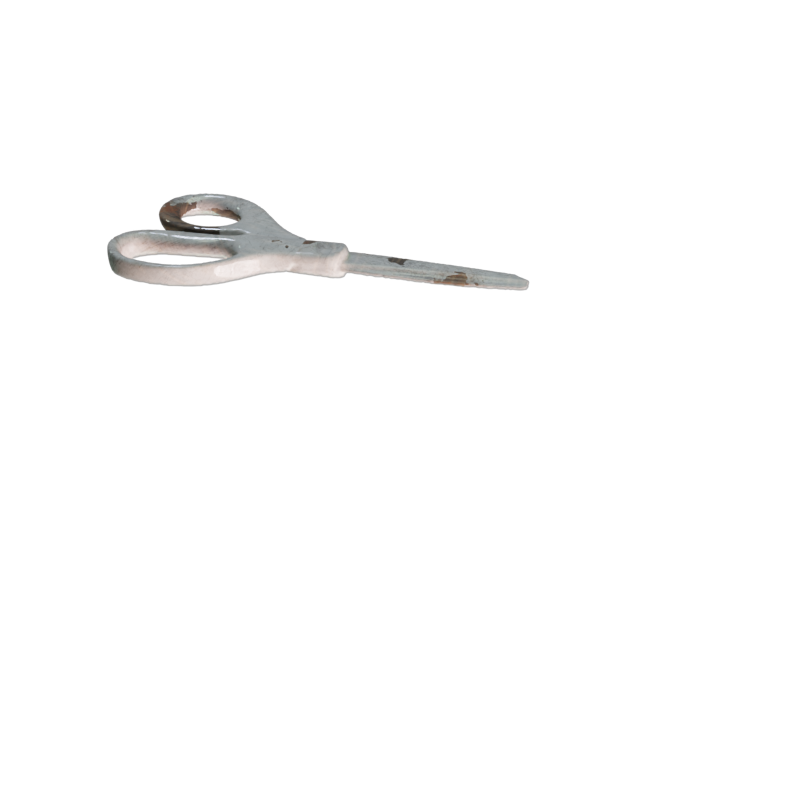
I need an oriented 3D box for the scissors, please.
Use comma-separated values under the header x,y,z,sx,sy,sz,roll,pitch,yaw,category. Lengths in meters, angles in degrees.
x,y,z,sx,sy,sz,roll,pitch,yaw,category
-0.044,-0.080,0.558,0.202,0.015,0.102,0,33,0,scissors
